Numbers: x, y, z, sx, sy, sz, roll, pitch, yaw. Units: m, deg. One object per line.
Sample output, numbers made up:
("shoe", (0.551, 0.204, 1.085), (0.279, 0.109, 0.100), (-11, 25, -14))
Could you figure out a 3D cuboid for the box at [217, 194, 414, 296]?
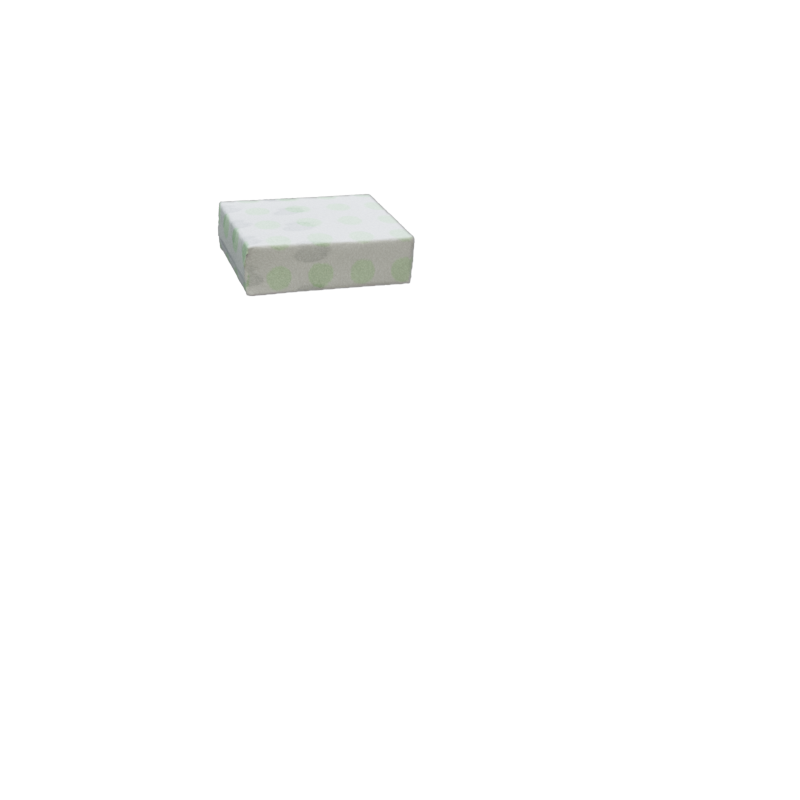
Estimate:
("box", (-0.058, -0.105, 0.737), (0.112, 0.037, 0.096), (-8, 27, -16))
